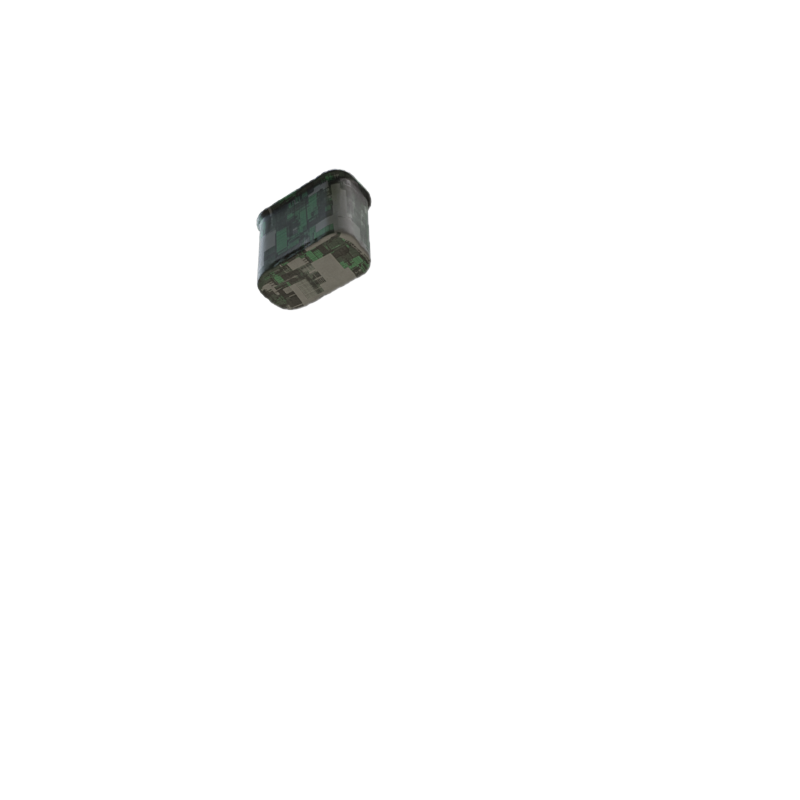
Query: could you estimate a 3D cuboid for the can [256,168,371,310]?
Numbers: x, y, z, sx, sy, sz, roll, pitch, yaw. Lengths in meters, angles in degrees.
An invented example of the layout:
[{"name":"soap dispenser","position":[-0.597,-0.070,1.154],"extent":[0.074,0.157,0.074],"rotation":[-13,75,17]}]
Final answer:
[{"name":"can","position":[-0.073,-0.133,0.932],"extent":[0.102,0.090,0.053],"rotation":[-28,-51,23]}]
